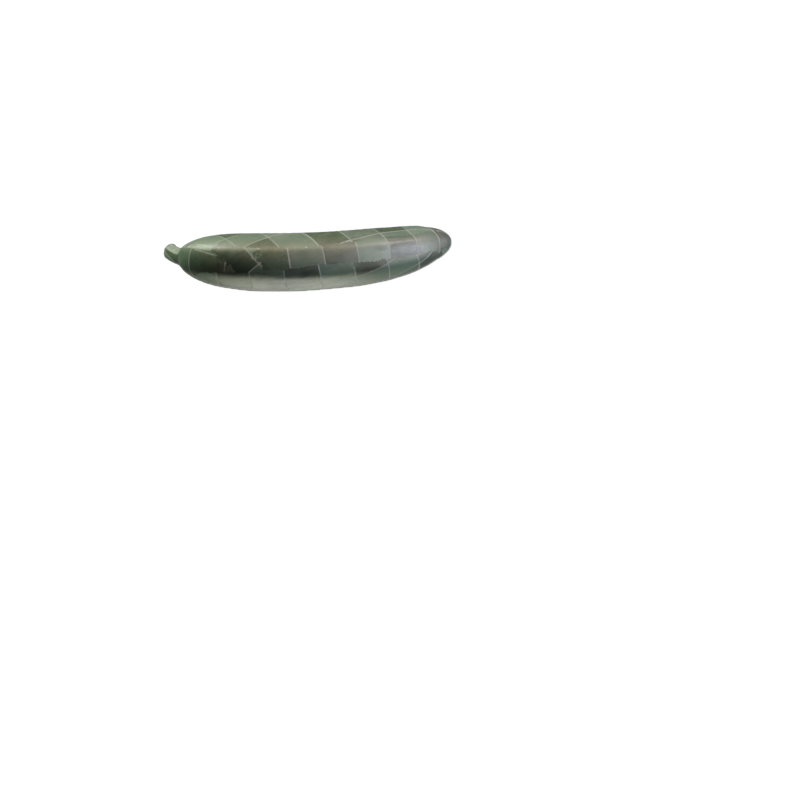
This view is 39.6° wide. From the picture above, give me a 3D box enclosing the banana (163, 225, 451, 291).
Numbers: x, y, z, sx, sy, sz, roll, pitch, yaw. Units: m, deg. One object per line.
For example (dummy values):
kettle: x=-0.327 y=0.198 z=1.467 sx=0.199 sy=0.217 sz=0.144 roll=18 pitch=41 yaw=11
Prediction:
banana: x=-0.061 y=-0.097 z=0.734 sx=0.197 sy=0.035 sz=0.074 roll=-1 pitch=29 yaw=-2
